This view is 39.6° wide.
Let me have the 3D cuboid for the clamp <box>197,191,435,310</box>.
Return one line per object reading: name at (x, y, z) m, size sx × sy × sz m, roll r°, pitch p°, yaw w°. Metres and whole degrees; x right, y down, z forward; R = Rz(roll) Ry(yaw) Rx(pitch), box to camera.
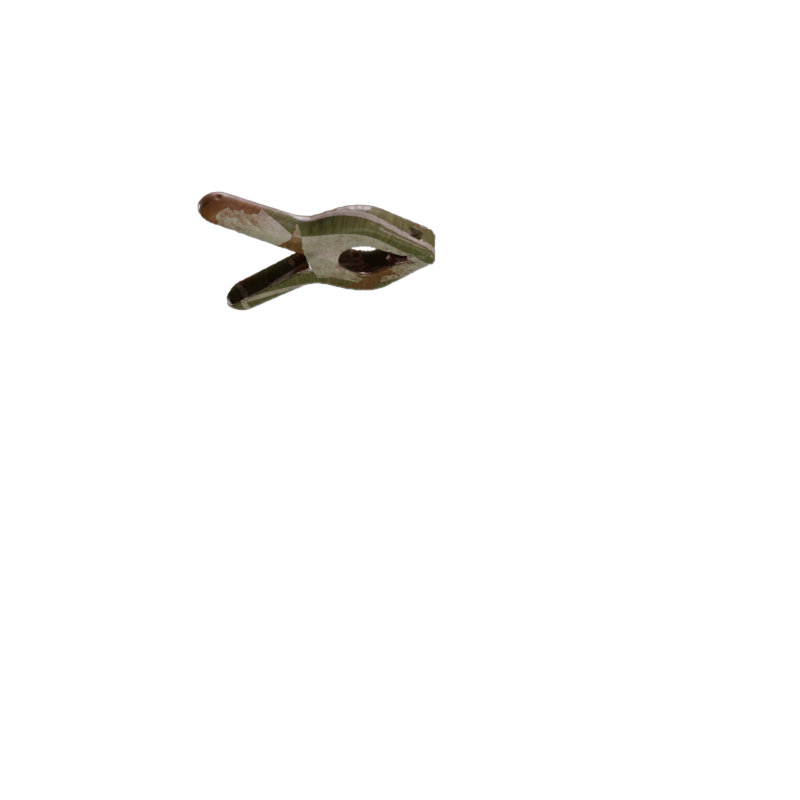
clamp at (-0.063, -0.115, 0.809) m, size 0.173 × 0.042 × 0.111 m, roll -8°, pitch -32°, yaw 13°
